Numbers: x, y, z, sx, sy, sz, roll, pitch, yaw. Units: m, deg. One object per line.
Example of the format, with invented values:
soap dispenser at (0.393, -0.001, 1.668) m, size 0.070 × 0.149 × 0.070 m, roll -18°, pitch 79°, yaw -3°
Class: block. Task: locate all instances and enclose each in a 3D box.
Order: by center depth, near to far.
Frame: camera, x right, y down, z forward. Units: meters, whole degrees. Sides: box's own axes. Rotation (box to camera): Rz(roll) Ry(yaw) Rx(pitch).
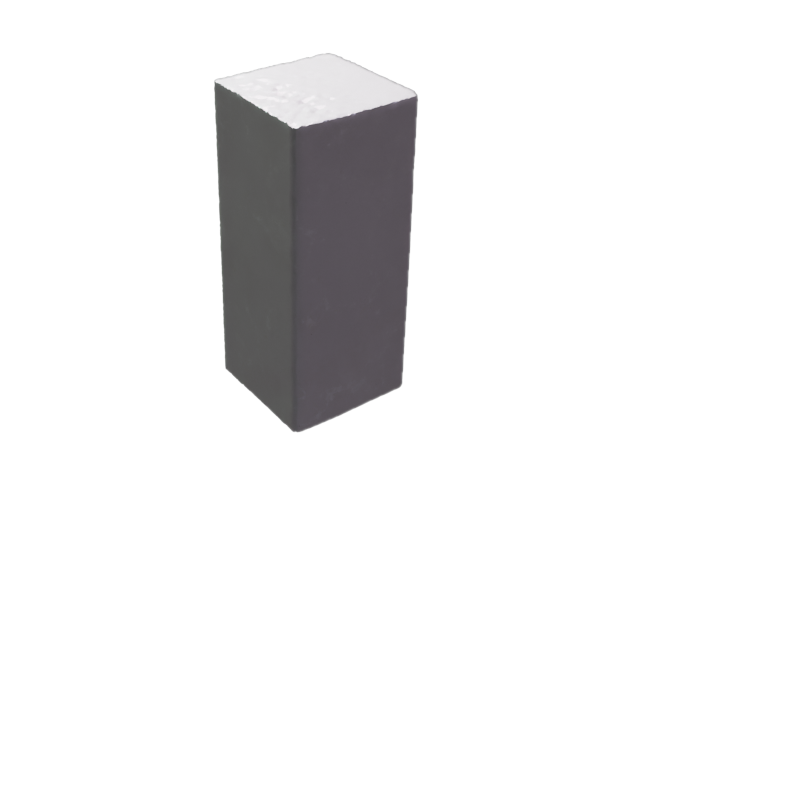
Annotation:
block at (-0.054, -0.099, 0.693) m, size 0.089 × 0.194 × 0.097 m, roll -20°, pitch 38°, yaw -32°
